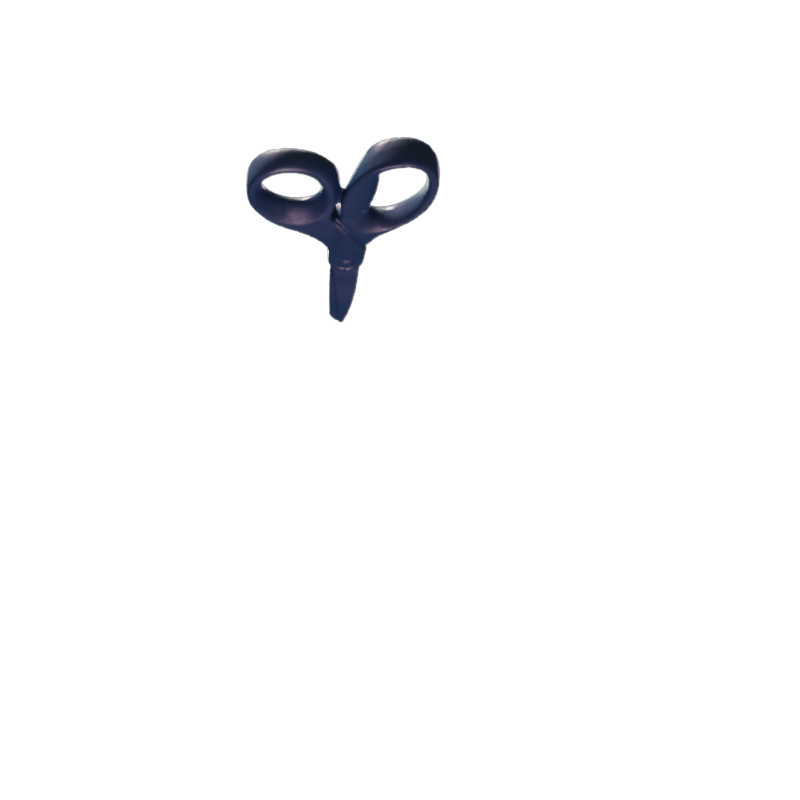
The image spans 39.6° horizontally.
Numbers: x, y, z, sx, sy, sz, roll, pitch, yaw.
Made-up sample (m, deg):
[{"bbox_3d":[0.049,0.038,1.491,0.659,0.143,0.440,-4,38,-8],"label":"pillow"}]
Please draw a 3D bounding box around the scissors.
[{"bbox_3d":[-0.044,-0.080,0.559,0.094,0.017,0.197,7,-20,-19],"label":"scissors"}]
